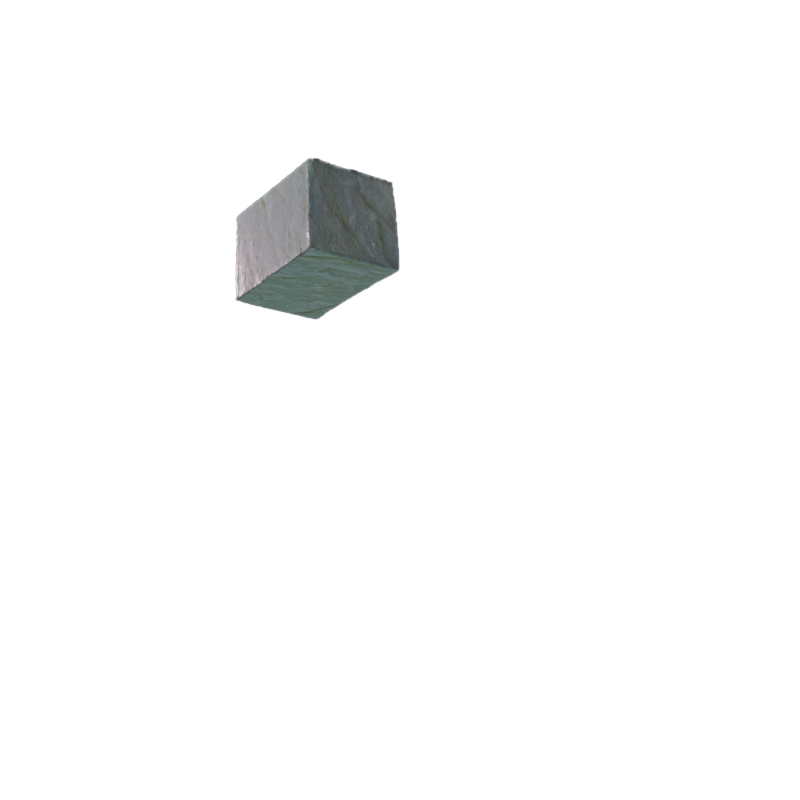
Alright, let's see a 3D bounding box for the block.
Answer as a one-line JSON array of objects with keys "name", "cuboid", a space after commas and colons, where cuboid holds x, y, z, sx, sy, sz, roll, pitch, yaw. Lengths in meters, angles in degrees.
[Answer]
[{"name": "block", "cuboid": [-0.044, -0.081, 0.568, 0.050, 0.054, 0.078, 14, -25, -33]}]
